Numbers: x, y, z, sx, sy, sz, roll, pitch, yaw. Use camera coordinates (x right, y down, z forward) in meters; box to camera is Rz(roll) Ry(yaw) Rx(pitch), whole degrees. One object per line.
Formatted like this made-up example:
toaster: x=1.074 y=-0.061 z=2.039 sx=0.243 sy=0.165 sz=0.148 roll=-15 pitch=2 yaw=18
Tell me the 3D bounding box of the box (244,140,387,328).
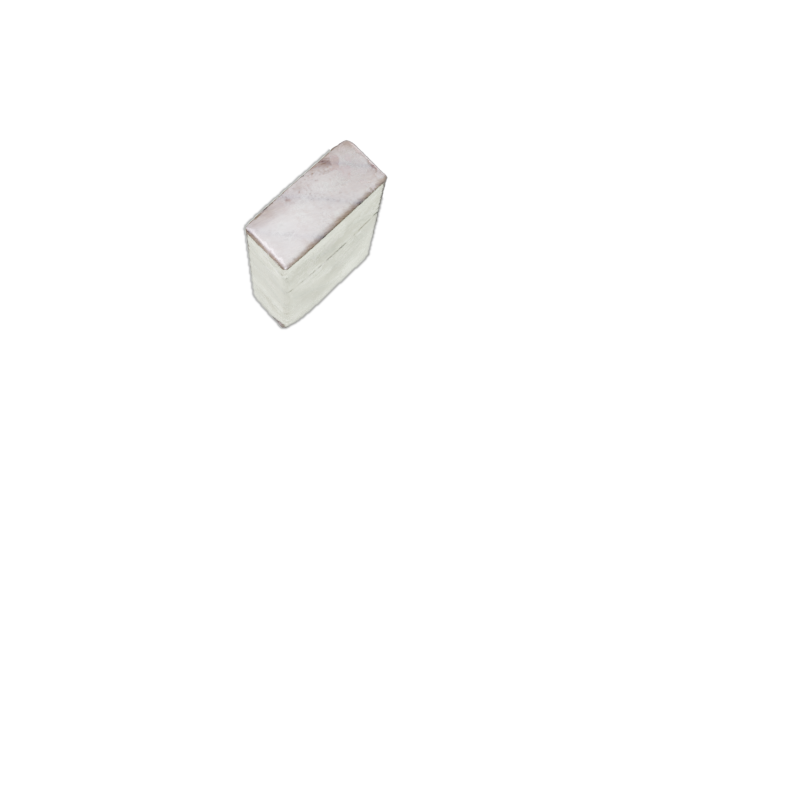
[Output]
box: x=-0.061 y=-0.112 z=0.780 sx=0.094 sy=0.049 sz=0.170 roll=-44 pitch=-6 yaw=-12
